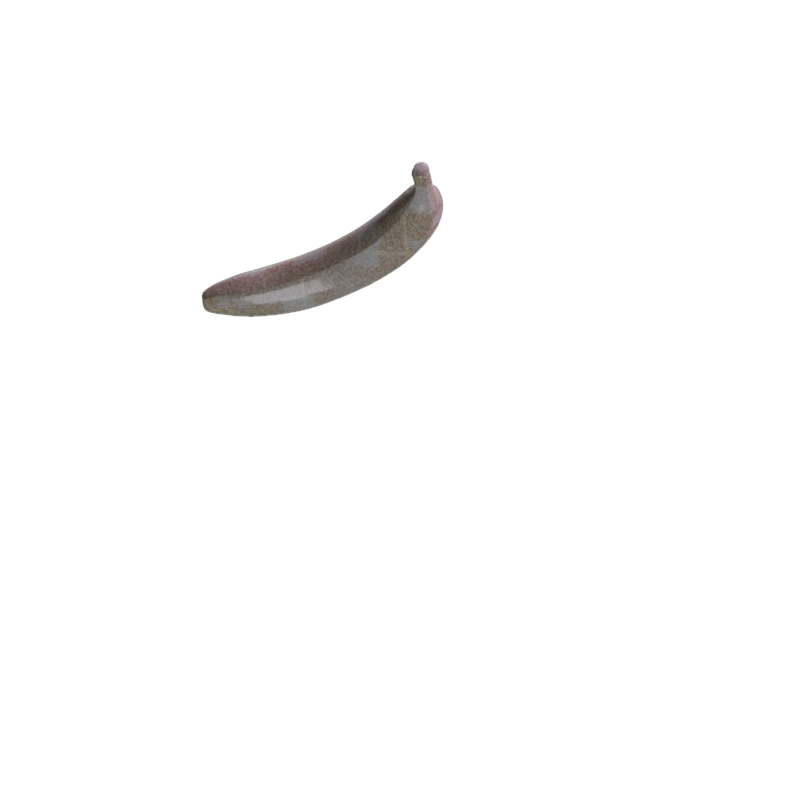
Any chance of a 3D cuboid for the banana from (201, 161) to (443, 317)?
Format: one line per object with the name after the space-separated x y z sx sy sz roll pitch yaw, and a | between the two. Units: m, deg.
-0.042 -0.097 0.732 0.197 0.039 0.065 -27 -46 30 | banana
